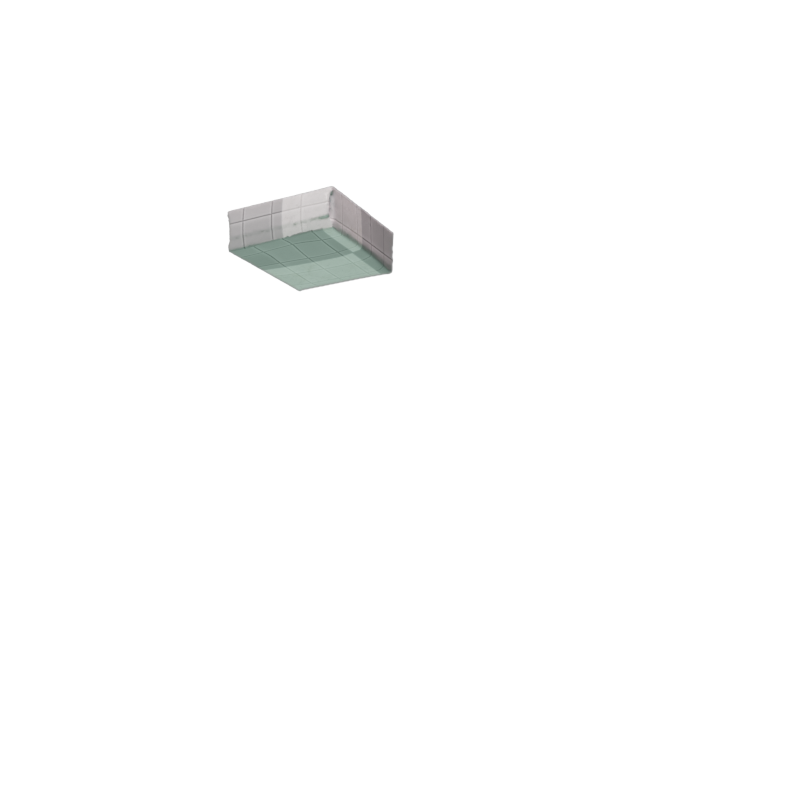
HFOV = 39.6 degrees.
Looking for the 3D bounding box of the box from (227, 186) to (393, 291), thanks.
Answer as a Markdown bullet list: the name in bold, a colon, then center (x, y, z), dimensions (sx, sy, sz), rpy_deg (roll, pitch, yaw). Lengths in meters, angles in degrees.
- **box**: center (-0.067, -0.122, 0.854), dimensions (0.092, 0.041, 0.106), rpy_deg (-8, -18, 24)
